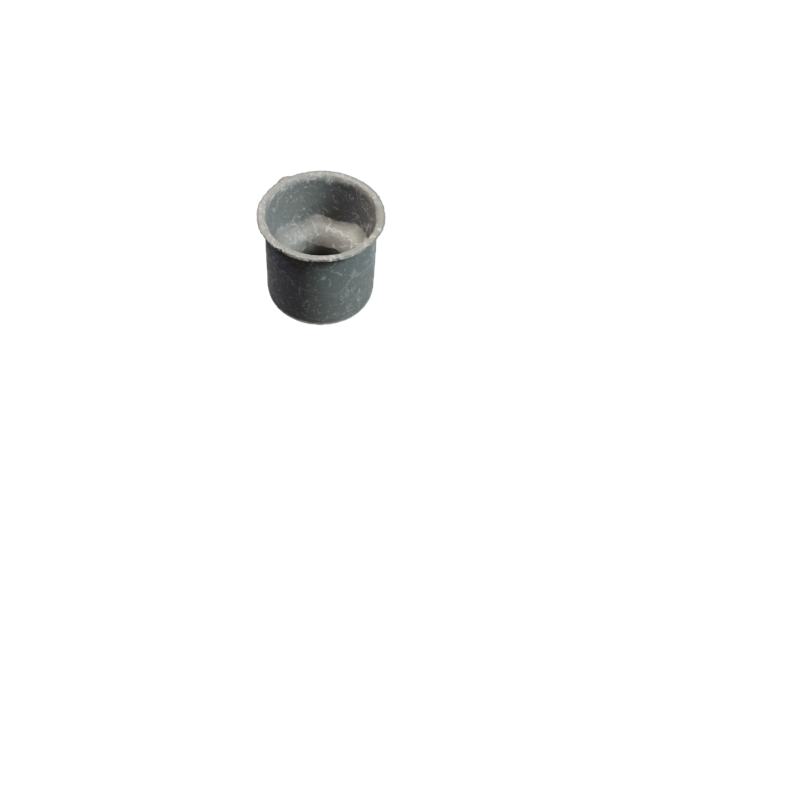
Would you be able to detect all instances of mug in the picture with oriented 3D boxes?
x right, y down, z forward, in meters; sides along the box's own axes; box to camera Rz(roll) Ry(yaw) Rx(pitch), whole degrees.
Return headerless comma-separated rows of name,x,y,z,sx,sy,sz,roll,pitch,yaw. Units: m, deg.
mug,-0.065,-0.119,0.833,0.092,0.126,0.076,-22,-36,-19
